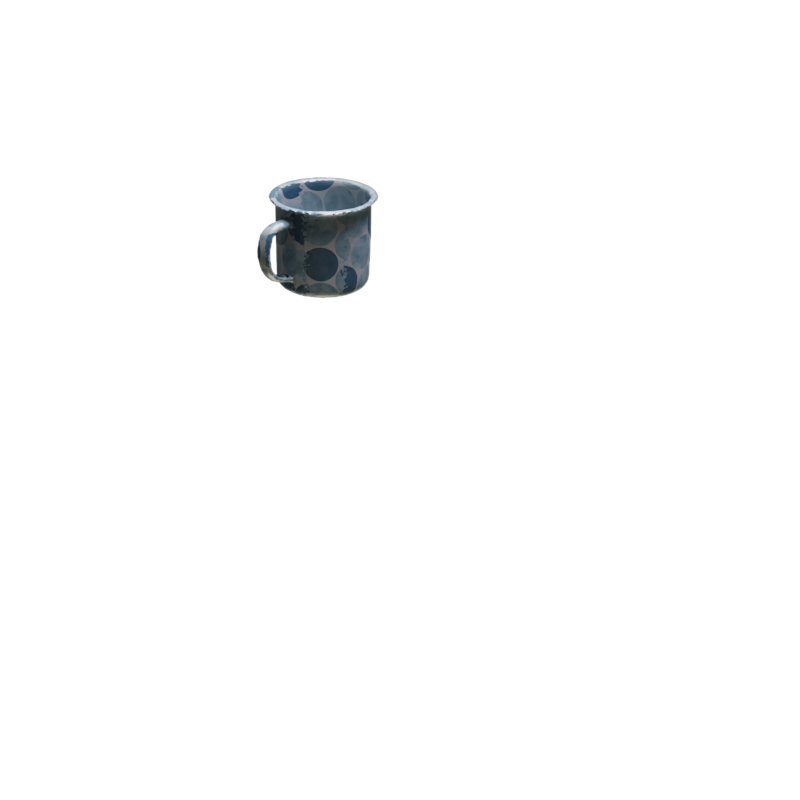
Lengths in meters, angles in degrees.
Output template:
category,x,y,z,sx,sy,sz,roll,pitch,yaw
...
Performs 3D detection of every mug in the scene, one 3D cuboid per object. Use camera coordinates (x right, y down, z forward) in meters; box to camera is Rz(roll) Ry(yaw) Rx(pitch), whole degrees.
category,x,y,z,sx,sy,sz,roll,pitch,yaw
mug,-0.075,-0.136,0.953,0.099,0.077,0.116,23,34,37
